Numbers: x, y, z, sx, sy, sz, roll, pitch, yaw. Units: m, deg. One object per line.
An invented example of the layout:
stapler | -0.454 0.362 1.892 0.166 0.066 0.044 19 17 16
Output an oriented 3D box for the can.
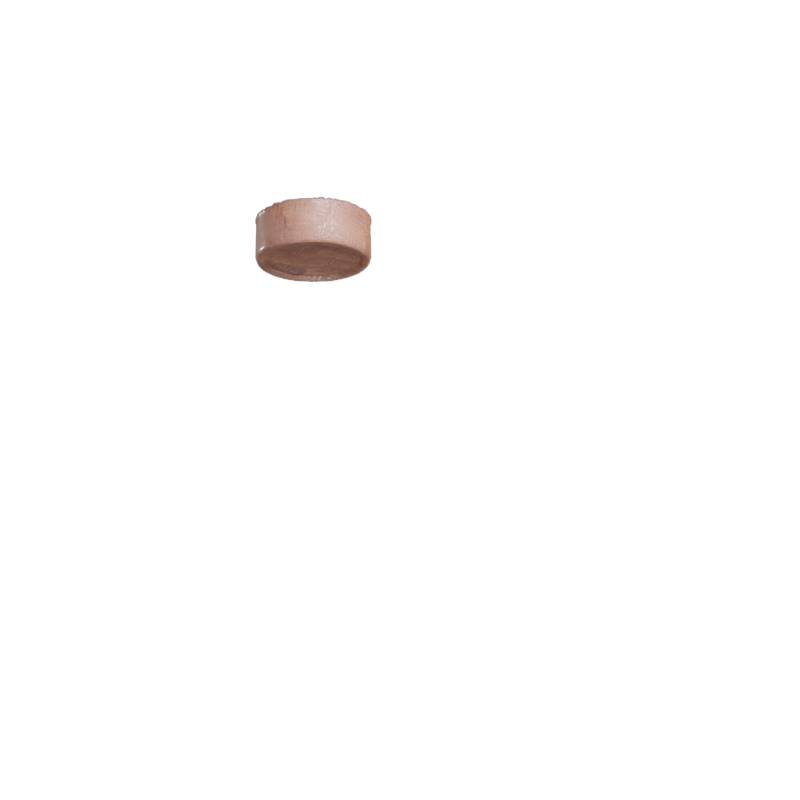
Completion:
can | -0.063 -0.116 0.810 0.086 0.035 0.082 0 -16 -2
